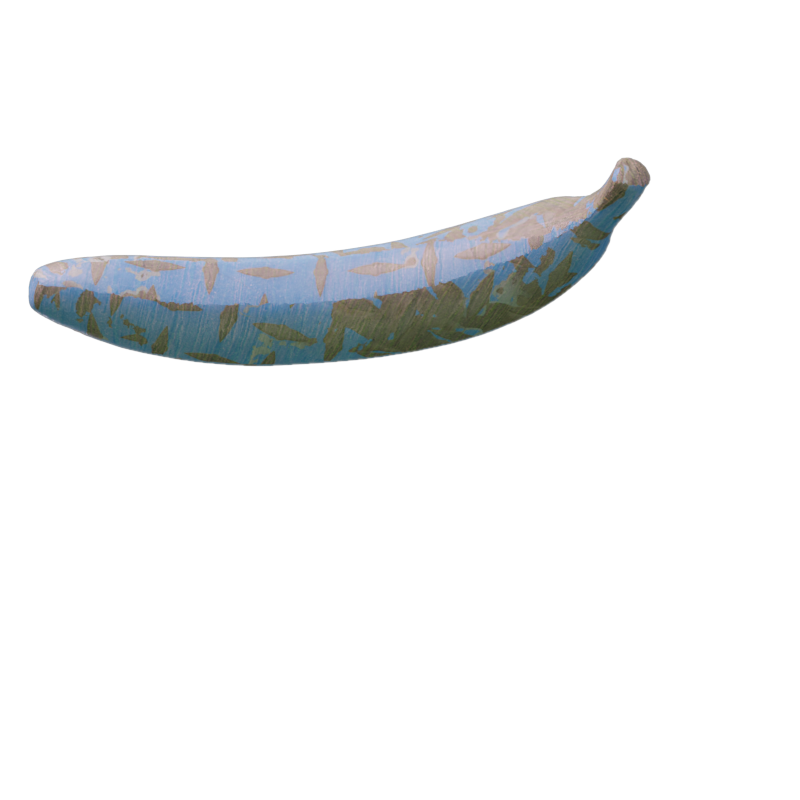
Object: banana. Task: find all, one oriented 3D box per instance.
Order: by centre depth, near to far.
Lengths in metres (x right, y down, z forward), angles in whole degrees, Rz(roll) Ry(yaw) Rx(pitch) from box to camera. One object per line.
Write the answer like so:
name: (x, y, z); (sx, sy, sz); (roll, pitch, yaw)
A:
banana: (-0.019, -0.040, 0.363); (0.200, 0.039, 0.064); (-10, -41, 12)
